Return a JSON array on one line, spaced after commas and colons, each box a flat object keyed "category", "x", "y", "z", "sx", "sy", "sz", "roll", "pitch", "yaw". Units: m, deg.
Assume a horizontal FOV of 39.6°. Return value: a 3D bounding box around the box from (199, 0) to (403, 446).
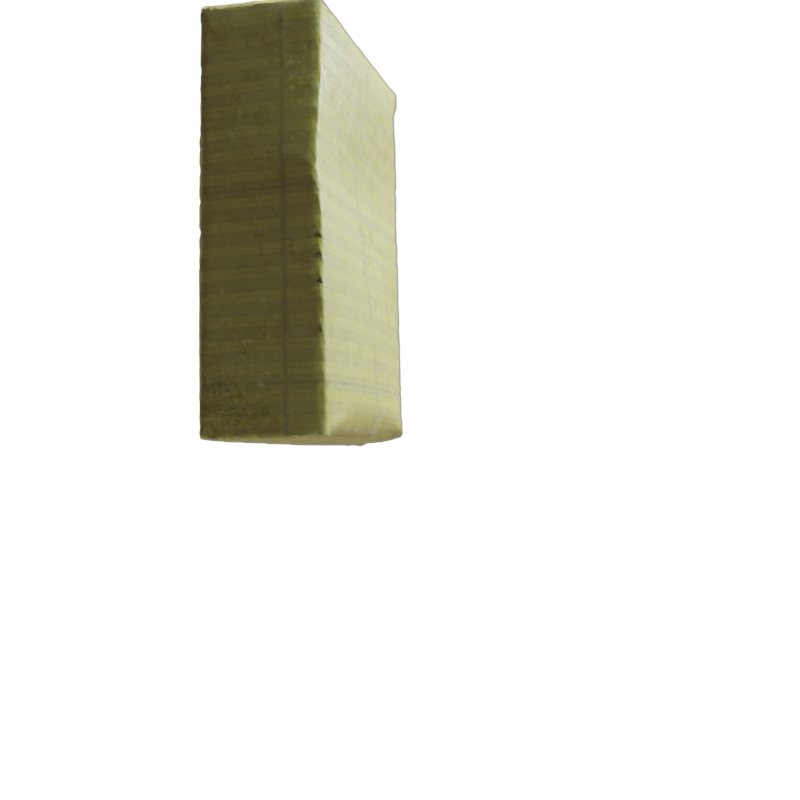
[{"category": "box", "x": -0.046, "y": -0.085, "z": 0.593, "sx": 0.073, "sy": 0.219, "sz": 0.158, "roll": -3, "pitch": -9, "yaw": 14}]
